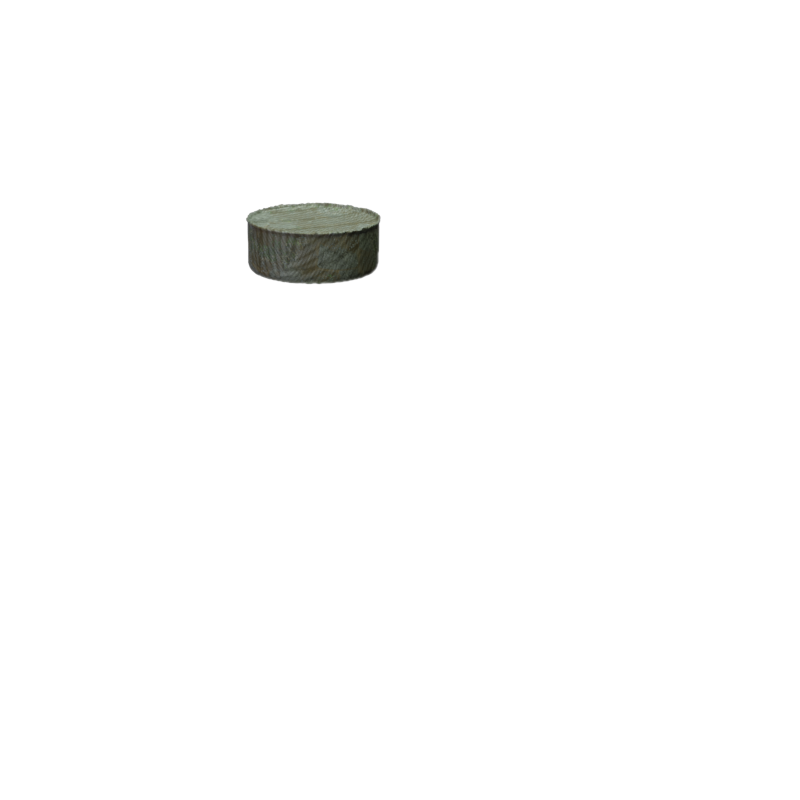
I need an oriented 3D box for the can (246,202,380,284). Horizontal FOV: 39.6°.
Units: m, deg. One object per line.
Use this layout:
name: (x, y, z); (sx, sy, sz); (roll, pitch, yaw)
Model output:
can: (-0.056, -0.102, 0.712); (0.086, 0.032, 0.090); (-1, 21, -2)
